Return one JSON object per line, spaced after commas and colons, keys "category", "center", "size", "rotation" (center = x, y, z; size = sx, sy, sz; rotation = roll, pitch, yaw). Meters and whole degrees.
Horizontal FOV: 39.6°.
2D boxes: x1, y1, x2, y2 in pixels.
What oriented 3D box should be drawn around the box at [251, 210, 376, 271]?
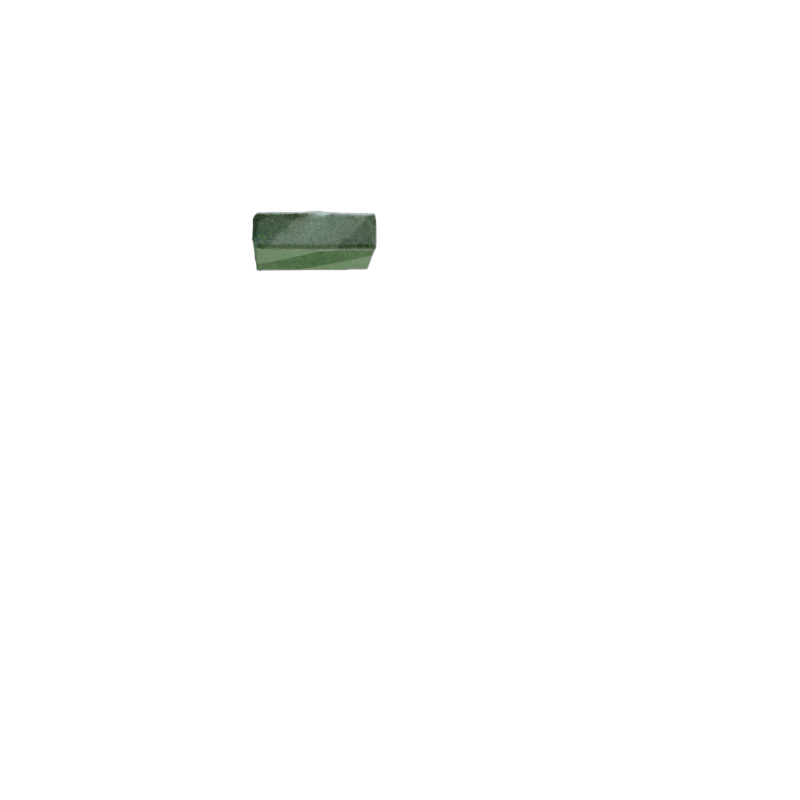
{"category": "box", "center": [-0.065, -0.117, 0.822], "size": [0.089, 0.031, 0.072], "rotation": [0, -7, -3]}
